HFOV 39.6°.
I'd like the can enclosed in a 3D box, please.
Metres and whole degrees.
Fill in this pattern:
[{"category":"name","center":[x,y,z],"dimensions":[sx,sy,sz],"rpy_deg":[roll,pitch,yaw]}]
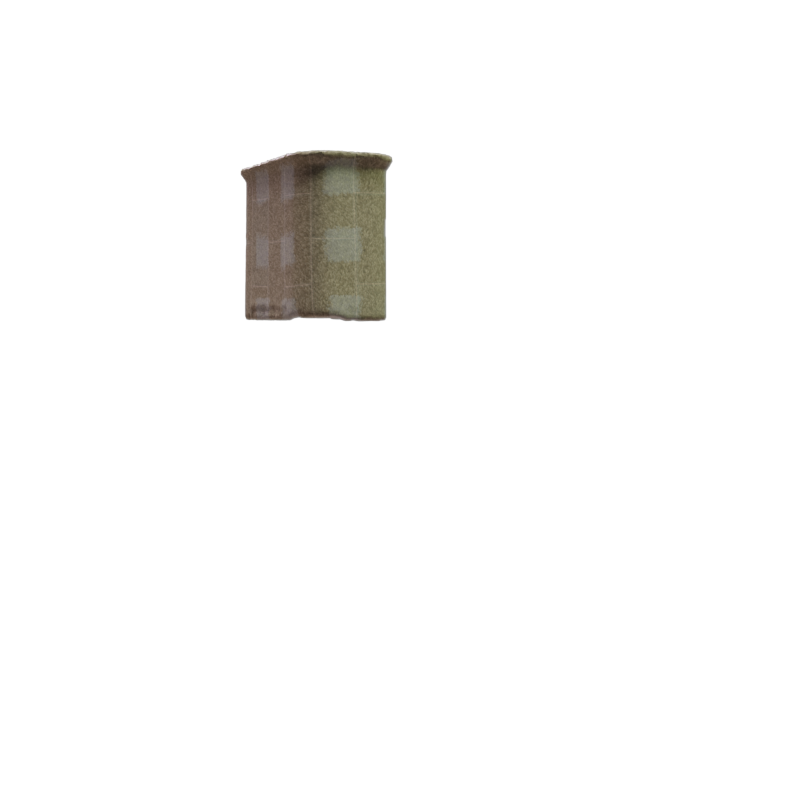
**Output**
[{"category":"can","center":[-0.046,-0.084,0.589],"dimensions":[0.056,0.084,0.105],"rpy_deg":[0,1,-27]}]
